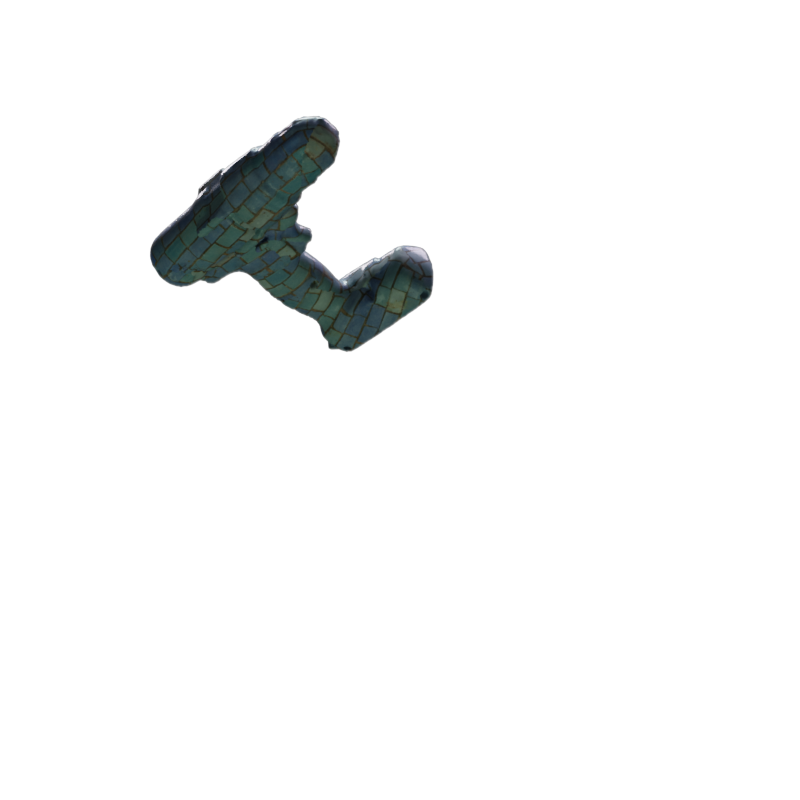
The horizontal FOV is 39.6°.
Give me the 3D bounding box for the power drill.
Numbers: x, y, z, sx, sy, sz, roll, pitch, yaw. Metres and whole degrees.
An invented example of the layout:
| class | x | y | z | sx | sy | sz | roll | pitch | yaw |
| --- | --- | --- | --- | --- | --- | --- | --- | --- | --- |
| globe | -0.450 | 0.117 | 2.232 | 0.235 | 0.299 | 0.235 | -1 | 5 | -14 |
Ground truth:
| class | x | y | z | sx | sy | sz | roll | pitch | yaw |
| --- | --- | --- | --- | --- | --- | --- | --- | --- | --- |
| power drill | -0.065 | -0.118 | 0.826 | 0.176 | 0.062 | 0.183 | 30 | -47 | -34 |
